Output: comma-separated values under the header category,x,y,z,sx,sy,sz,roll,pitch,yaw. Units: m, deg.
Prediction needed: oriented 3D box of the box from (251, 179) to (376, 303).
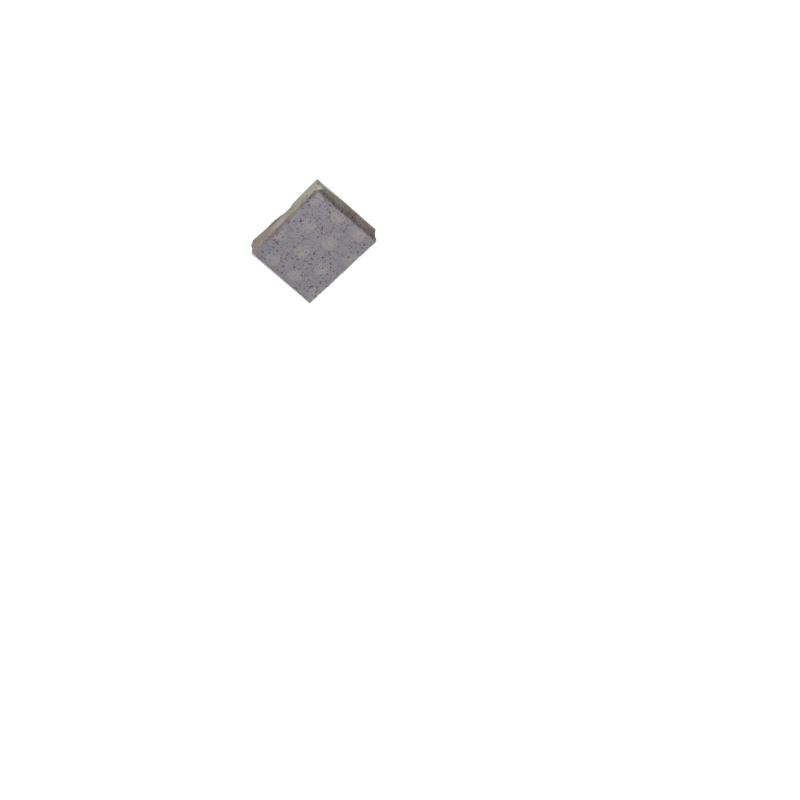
category,x,y,z,sx,sy,sz,roll,pitch,yaw
box,-0.078,-0.141,0.989,0.070,0.088,0.032,41,21,-21
